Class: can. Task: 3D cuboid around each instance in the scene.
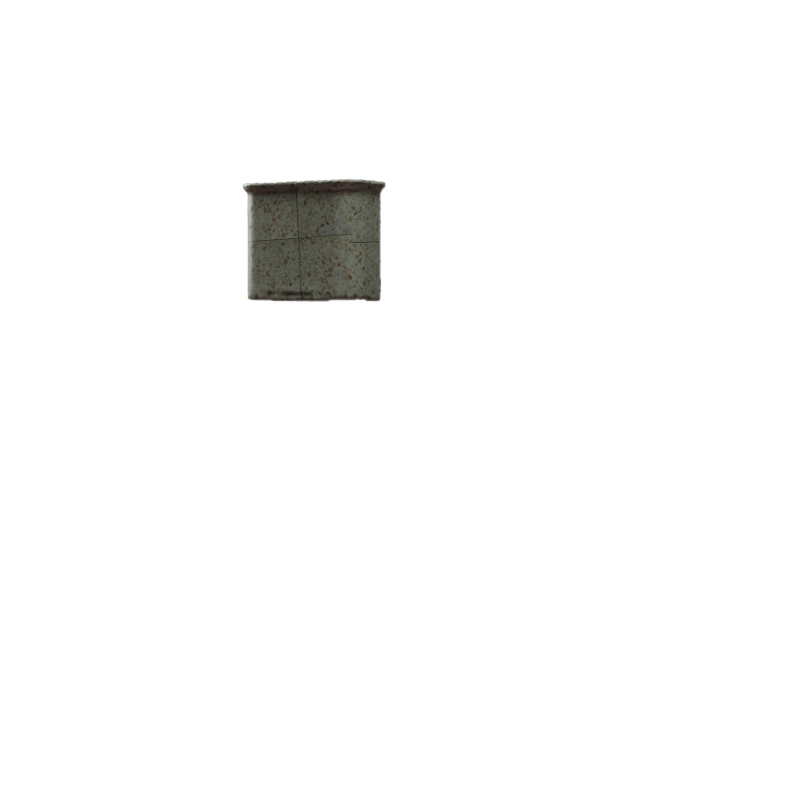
[{"bbox_3d":[-0.062,-0.113,0.788,0.106,0.084,0.056,2,2,31],"label":"can"}]
